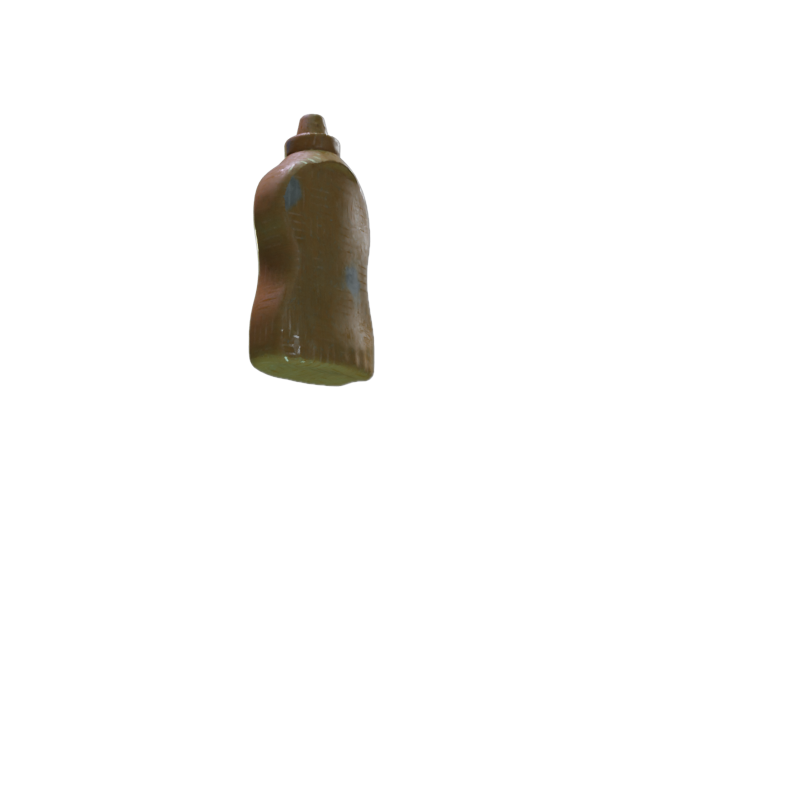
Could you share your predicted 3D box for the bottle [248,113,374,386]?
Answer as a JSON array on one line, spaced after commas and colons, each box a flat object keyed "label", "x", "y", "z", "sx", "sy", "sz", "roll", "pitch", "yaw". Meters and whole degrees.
[{"label": "bottle", "x": -0.061, "y": -0.111, "z": 0.778, "sx": 0.059, "sy": 0.200, "sz": 0.091, "roll": -18, "pitch": -24, "yaw": 42}]
